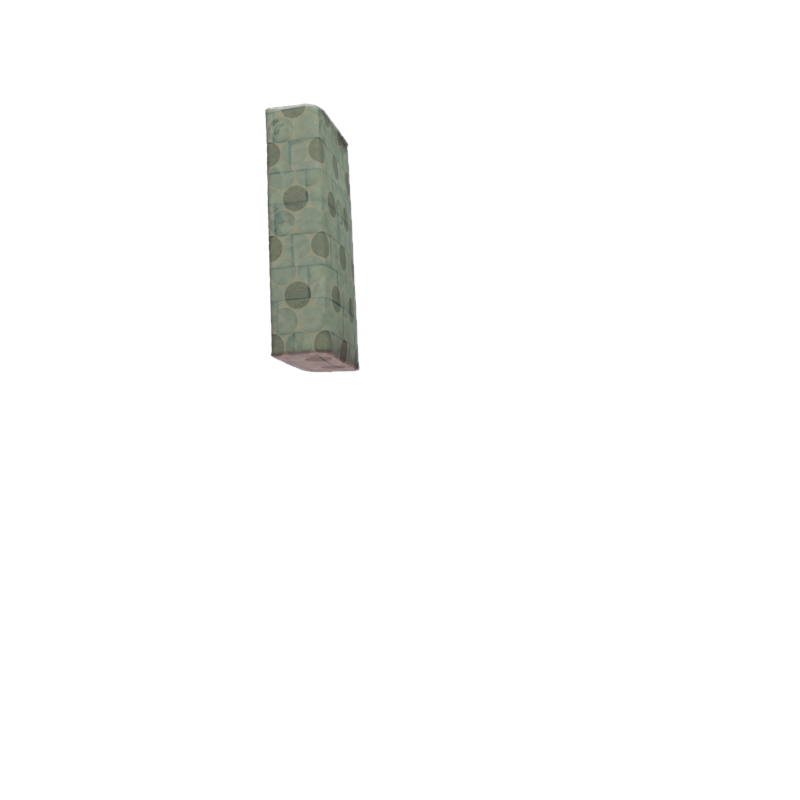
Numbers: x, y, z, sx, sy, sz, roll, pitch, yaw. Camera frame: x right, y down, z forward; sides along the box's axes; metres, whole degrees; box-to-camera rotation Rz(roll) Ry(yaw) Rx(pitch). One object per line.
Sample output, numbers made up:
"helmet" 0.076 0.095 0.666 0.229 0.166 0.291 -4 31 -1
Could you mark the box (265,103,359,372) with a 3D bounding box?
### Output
"box" -0.061 -0.112 0.785 0.049 0.182 0.089 -4 -12 12
